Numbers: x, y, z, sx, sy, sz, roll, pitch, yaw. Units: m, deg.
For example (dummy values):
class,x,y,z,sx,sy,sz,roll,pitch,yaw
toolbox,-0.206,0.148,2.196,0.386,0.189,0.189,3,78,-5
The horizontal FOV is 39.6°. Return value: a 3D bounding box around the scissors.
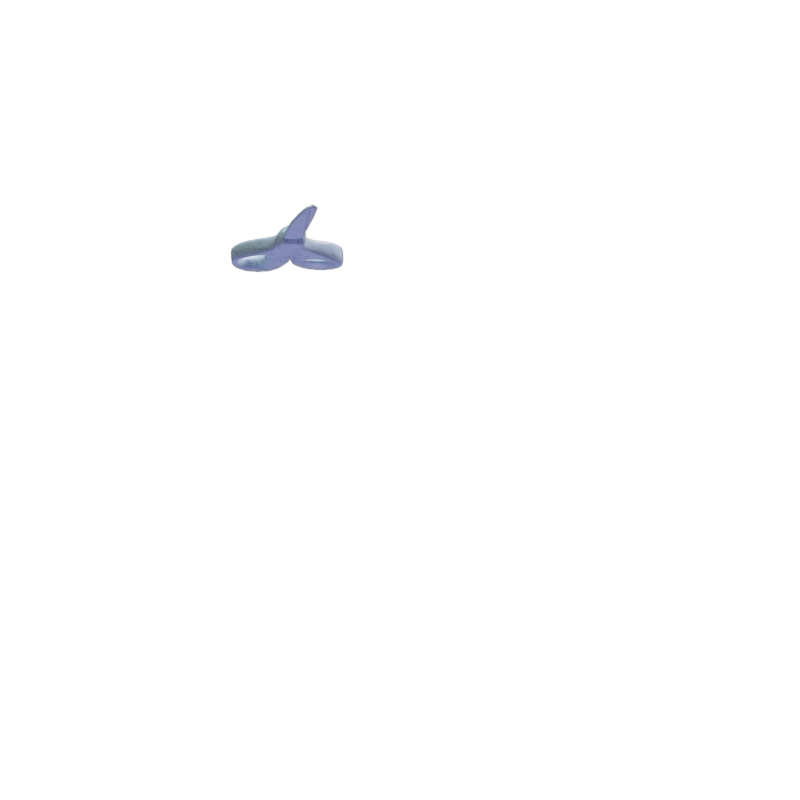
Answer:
class,x,y,z,sx,sy,sz,roll,pitch,yaw
scissors,-0.063,-0.115,0.808,0.093,0.016,0.205,2,-4,-27
